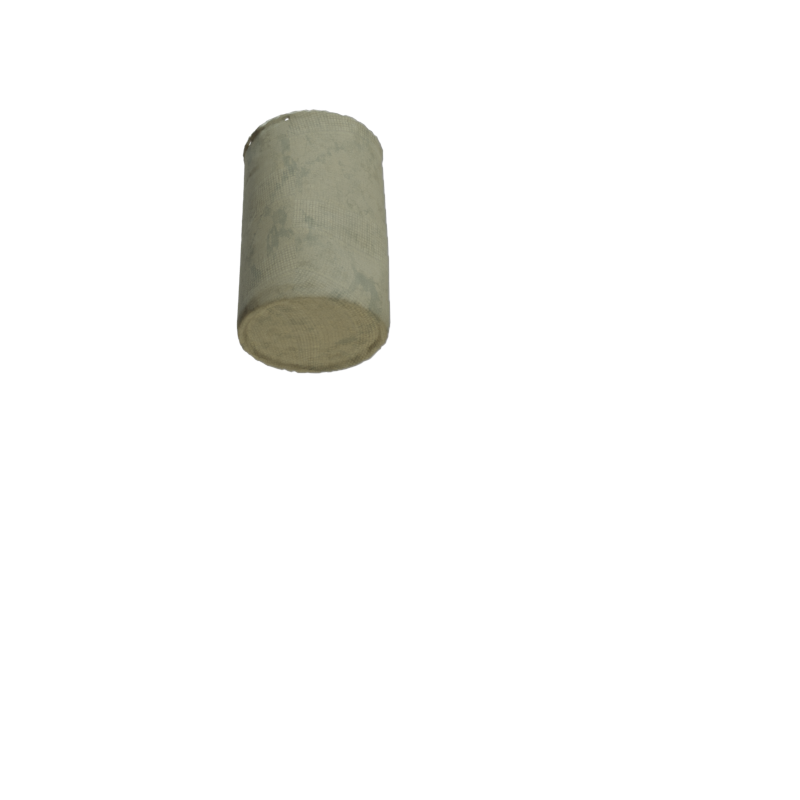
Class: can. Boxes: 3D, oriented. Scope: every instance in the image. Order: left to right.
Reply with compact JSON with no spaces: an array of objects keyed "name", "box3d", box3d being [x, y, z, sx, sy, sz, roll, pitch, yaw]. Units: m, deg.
[{"name":"can","box3d":[-0.040,-0.072,0.507,0.068,0.109,0.064,-1,-32,-2]}]
